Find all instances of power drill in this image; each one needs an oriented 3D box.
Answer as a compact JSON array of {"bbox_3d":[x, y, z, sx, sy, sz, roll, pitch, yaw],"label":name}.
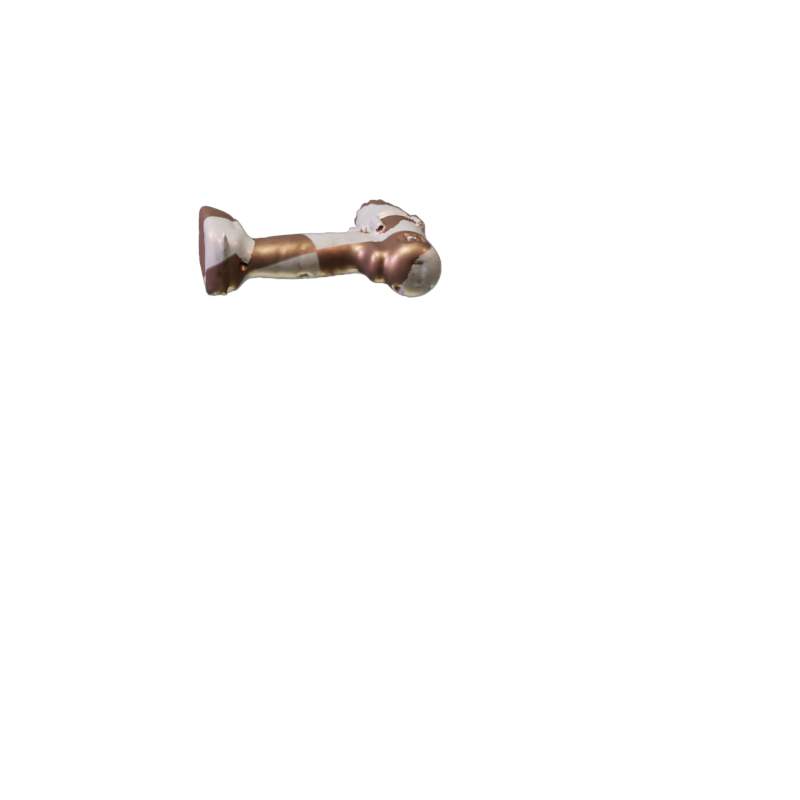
[{"bbox_3d":[-0.072,-0.131,0.919,0.185,0.055,0.194,-4,21,-10],"label":"power drill"}]
